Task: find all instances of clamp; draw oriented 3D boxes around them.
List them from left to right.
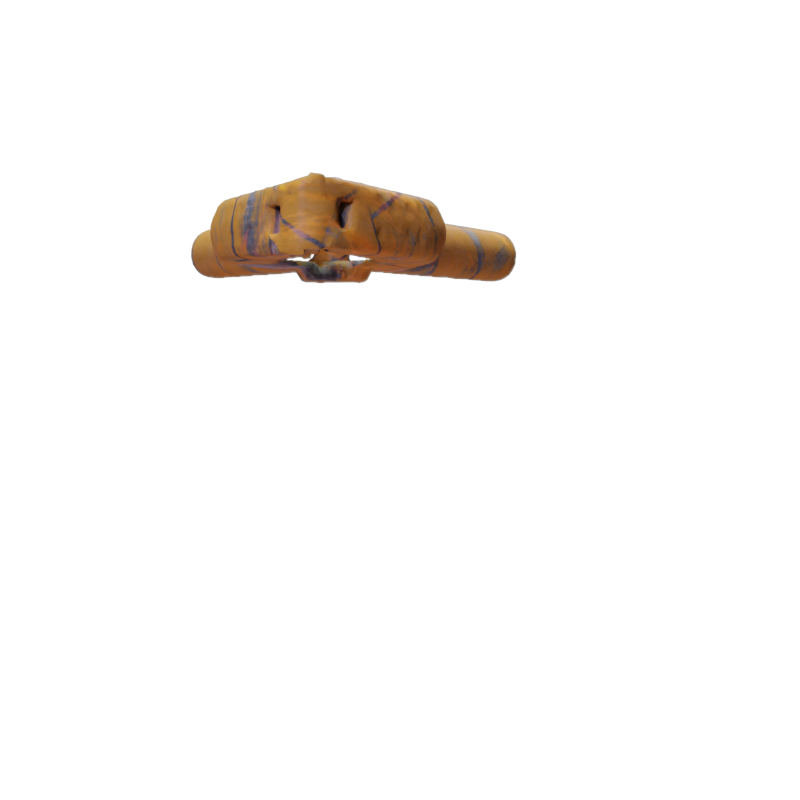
[{"bbox_3d":[-0.038,-0.069,0.485,0.167,0.036,0.206,1,3,11],"label":"clamp"}]
